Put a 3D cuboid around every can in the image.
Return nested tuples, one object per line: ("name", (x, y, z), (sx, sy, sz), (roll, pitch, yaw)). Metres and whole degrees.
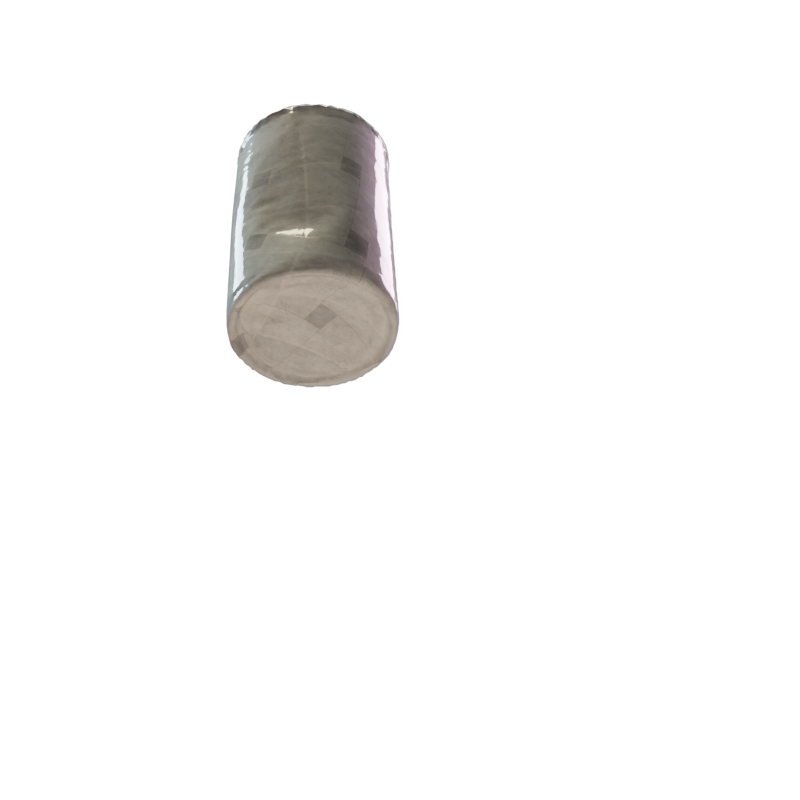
("can", (-0.036, -0.065, 0.457), (0.068, 0.110, 0.064), (-1, -43, -3))
